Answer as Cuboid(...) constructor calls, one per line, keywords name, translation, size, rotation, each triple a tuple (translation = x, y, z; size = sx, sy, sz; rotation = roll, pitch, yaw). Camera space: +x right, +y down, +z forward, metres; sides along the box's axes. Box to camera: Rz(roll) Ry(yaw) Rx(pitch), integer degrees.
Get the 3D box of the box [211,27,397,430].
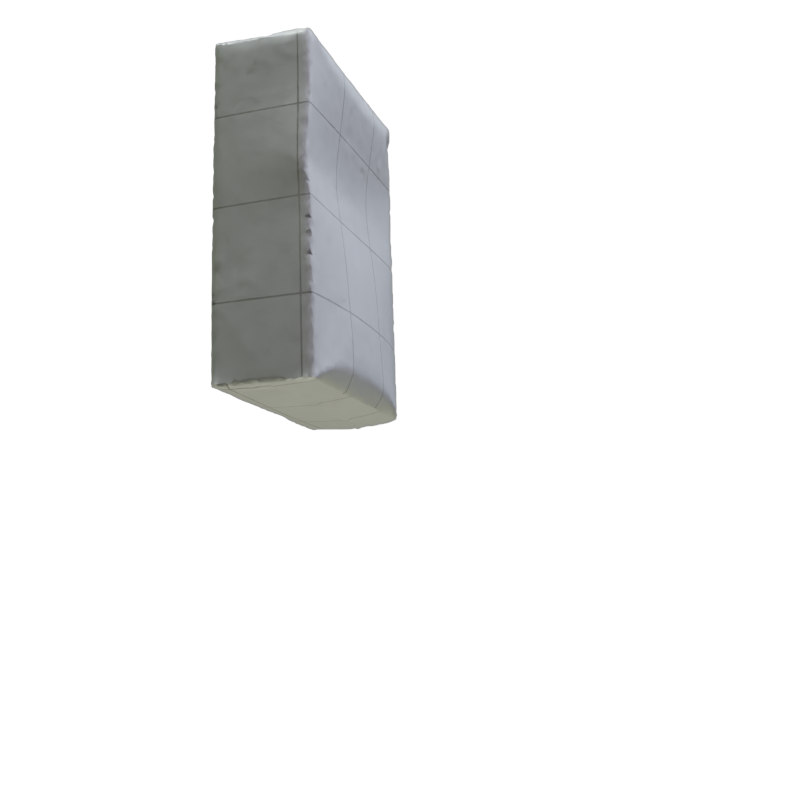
Cuboid(name="box", translation=(-0.055, -0.100, 0.697), size=(0.073, 0.223, 0.155), rotation=(-7, -17, 16))
